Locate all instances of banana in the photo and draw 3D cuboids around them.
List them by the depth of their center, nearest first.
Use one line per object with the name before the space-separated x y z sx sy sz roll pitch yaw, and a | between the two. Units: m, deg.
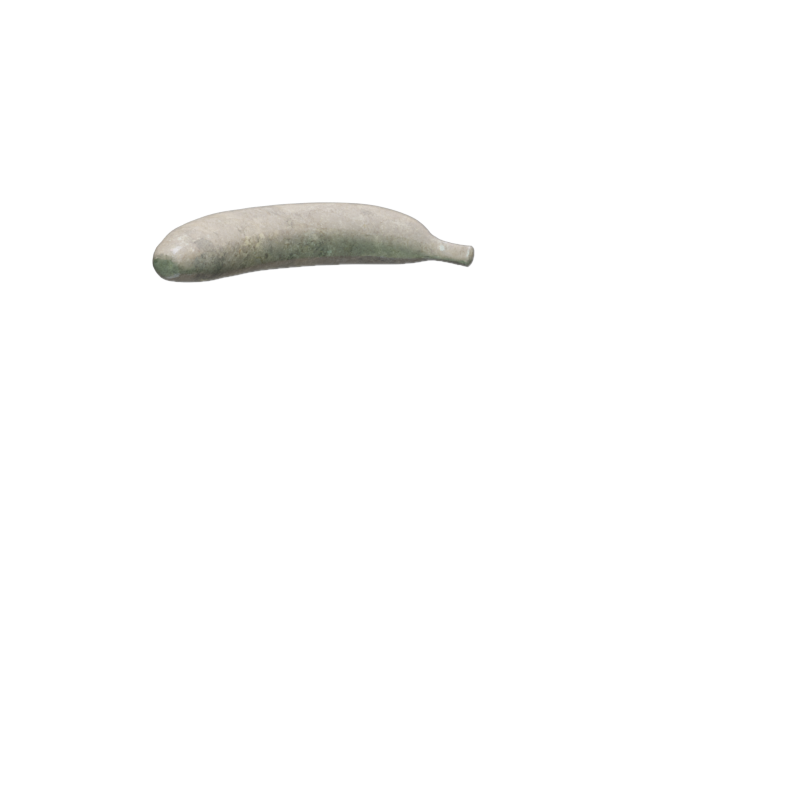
banana | -0.054 -0.087 0.599 0.192 0.036 0.073 -9 15 -35
